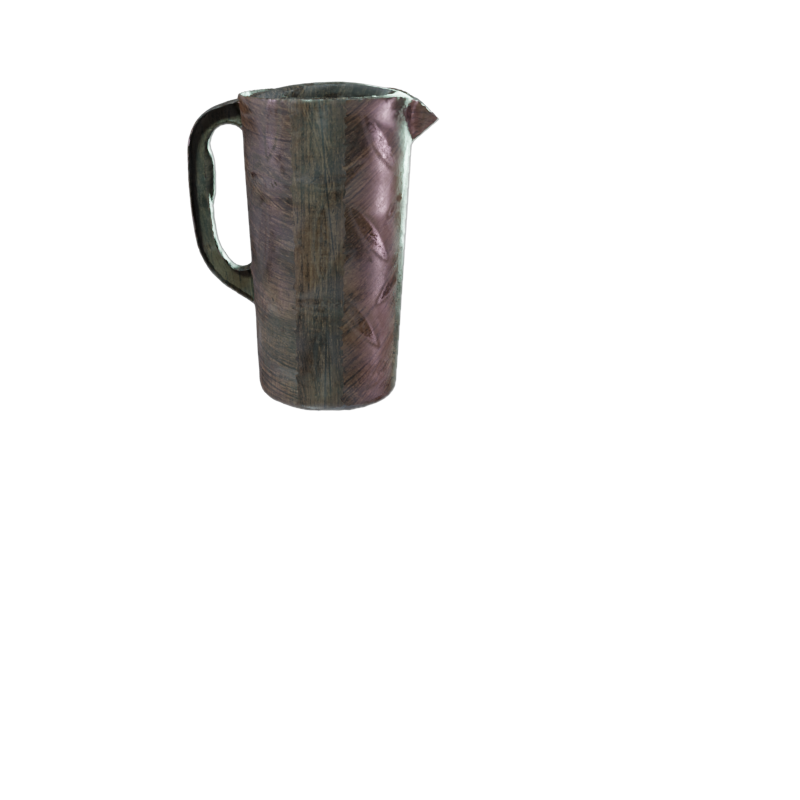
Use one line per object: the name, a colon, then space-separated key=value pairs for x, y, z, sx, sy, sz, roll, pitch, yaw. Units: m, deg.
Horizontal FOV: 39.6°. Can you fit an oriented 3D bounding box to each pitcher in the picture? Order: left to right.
pitcher: x=-0.067 y=-0.122 z=0.852 sx=0.157 sy=0.236 sz=0.142 roll=14 pitch=19 yaw=42
